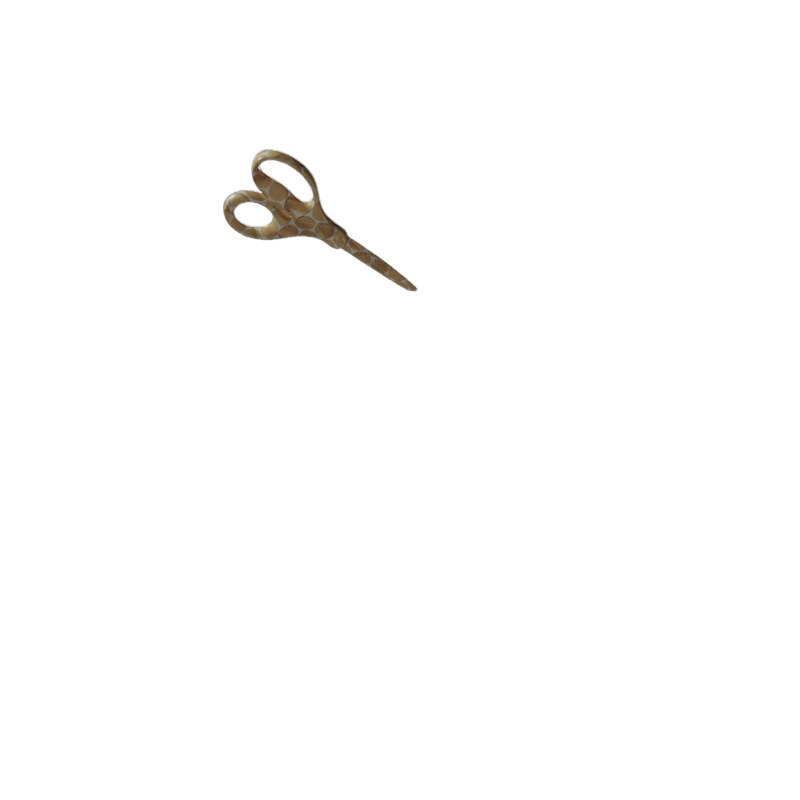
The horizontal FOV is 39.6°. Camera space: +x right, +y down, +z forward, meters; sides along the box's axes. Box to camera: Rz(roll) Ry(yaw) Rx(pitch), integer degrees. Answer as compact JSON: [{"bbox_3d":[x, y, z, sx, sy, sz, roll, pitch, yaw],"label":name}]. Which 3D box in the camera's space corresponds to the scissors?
[{"bbox_3d":[-0.077,-0.141,0.987,0.096,0.188,0.017,-28,34,21],"label":"scissors"}]
